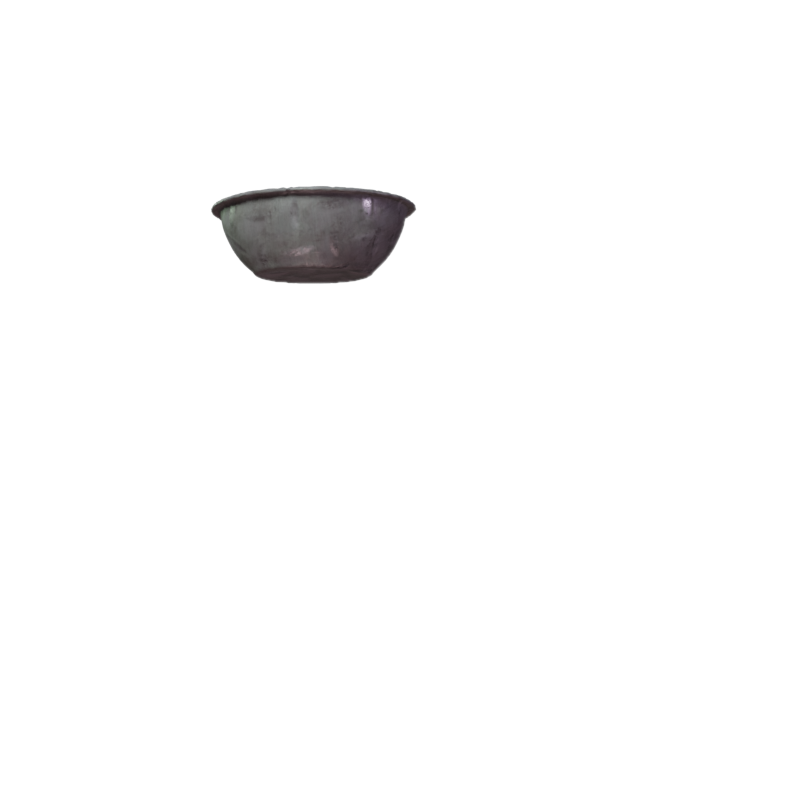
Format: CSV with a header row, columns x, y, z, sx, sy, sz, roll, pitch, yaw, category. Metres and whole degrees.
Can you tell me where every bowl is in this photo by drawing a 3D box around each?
x,y,z,sx,sy,sz,roll,pitch,yaw,category
-0.068,-0.125,0.873,0.162,0.056,0.160,0,-3,-2,bowl
